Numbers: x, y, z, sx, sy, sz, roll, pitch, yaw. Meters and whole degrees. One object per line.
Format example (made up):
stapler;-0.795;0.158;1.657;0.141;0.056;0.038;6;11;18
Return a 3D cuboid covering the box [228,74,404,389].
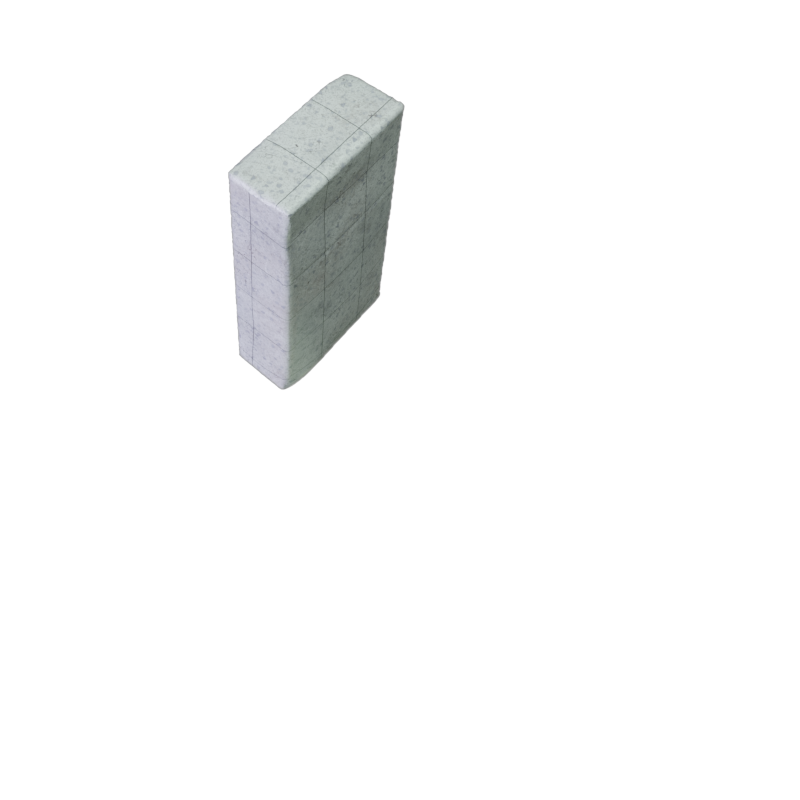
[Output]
box;-0.047;-0.087;0.605;0.050;0.095;0.165;34;-28;16
